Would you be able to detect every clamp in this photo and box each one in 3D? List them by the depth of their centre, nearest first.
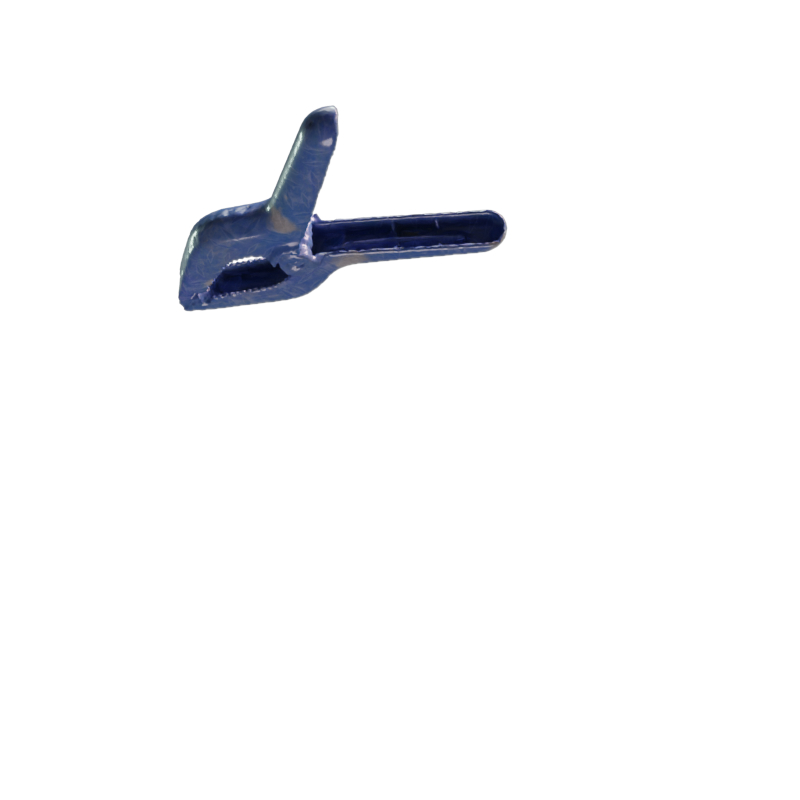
[{"bbox_3d":[-0.053,-0.096,0.674,0.155,0.039,0.210,21,-31,-39],"label":"clamp"}]
